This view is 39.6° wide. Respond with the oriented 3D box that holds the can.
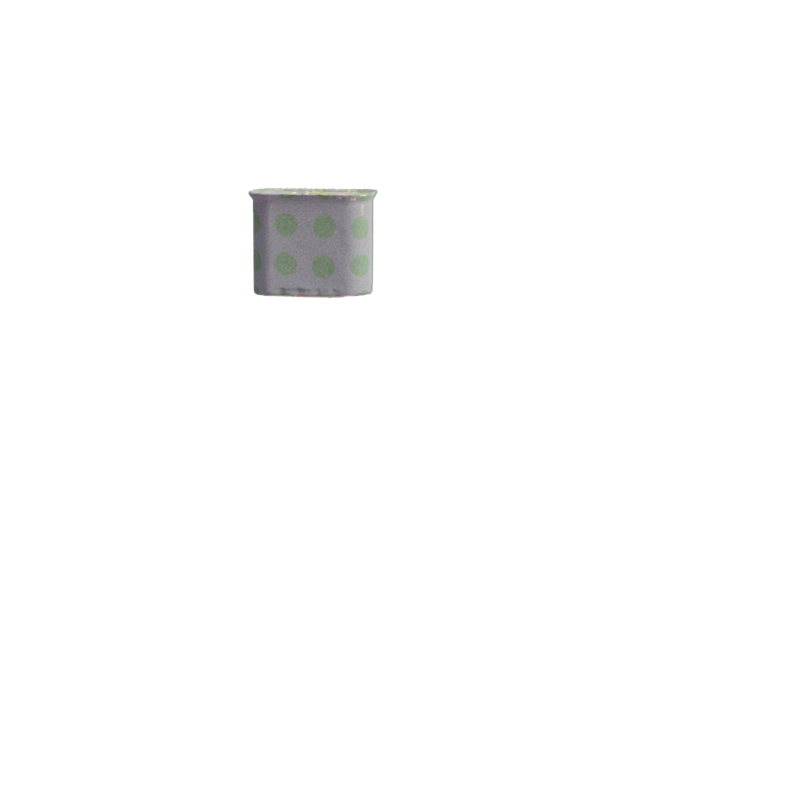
[{"bbox_3d":[-0.071,-0.128,0.900,0.103,0.082,0.058,2,10,9],"label":"can"}]
